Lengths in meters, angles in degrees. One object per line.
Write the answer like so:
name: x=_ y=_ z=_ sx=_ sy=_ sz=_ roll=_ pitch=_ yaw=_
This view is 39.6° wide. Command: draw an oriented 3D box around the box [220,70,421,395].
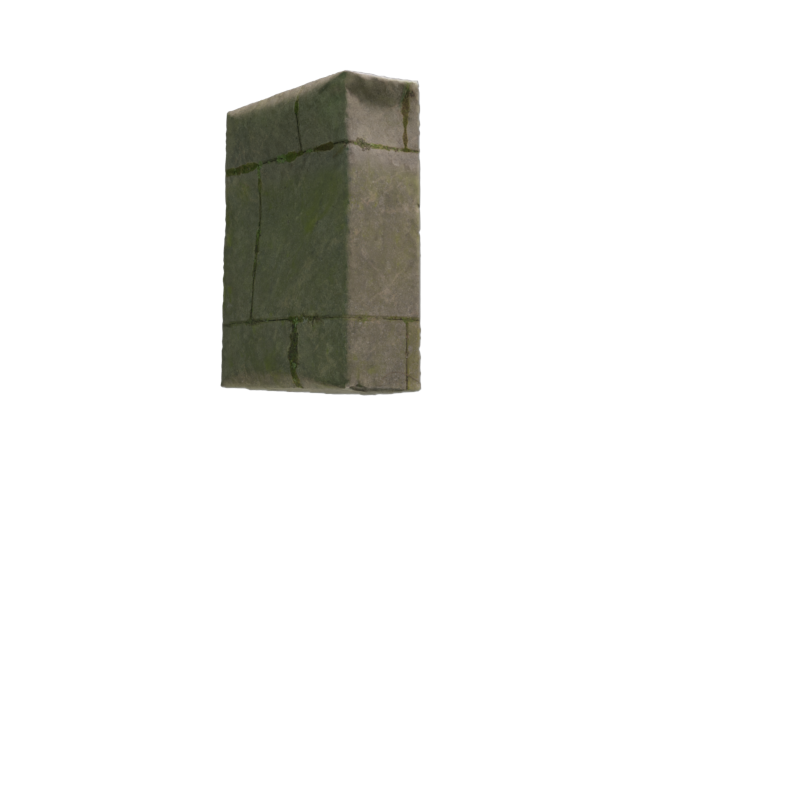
box: x=-0.062 y=-0.113 z=0.793 sx=0.069 sy=0.216 sz=0.169 roll=3 pitch=-4 yaw=-37
